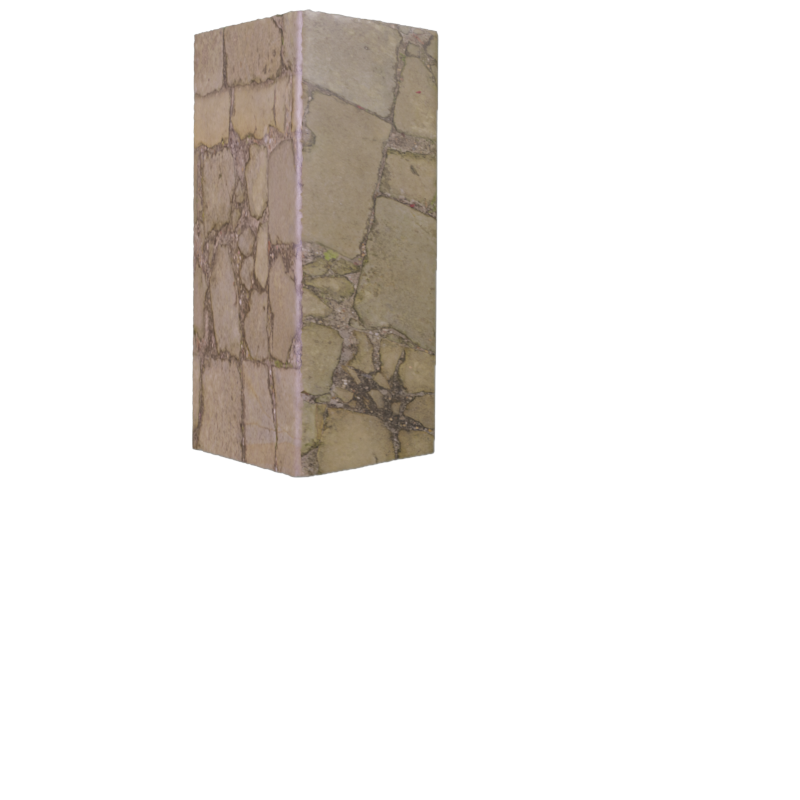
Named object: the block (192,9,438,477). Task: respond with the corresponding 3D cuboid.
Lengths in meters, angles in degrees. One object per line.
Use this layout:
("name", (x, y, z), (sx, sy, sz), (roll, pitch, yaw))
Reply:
("block", (-0.042, -0.078, 0.545), (0.087, 0.206, 0.094), (-2, 3, -42))
